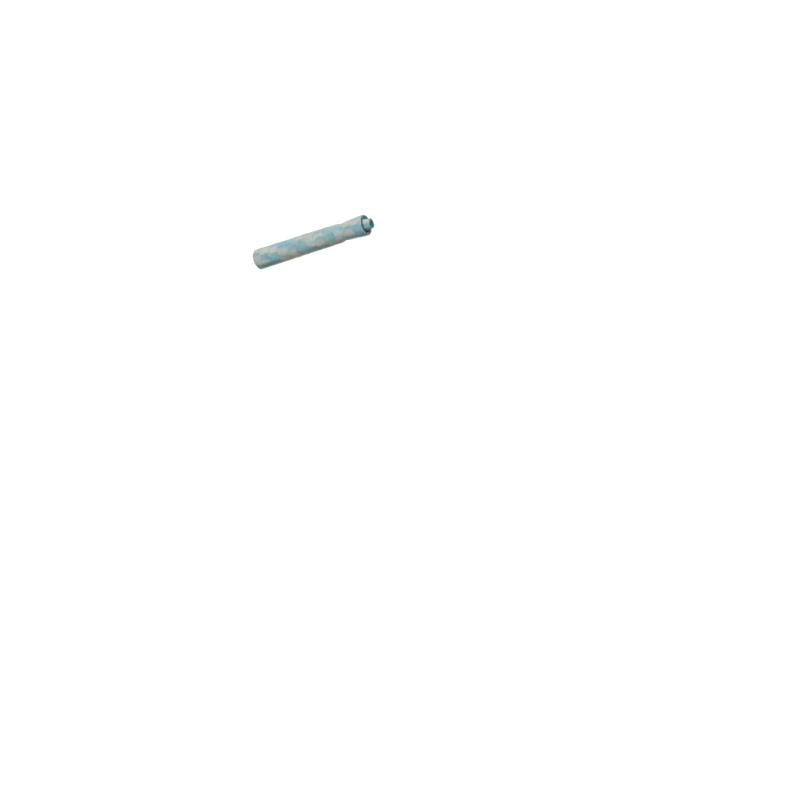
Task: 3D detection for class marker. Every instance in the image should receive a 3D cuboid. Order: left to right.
[{"bbox_3d":[-0.077,-0.140,0.984,0.123,0.020,0.019,-13,-3,29],"label":"marker"}]
